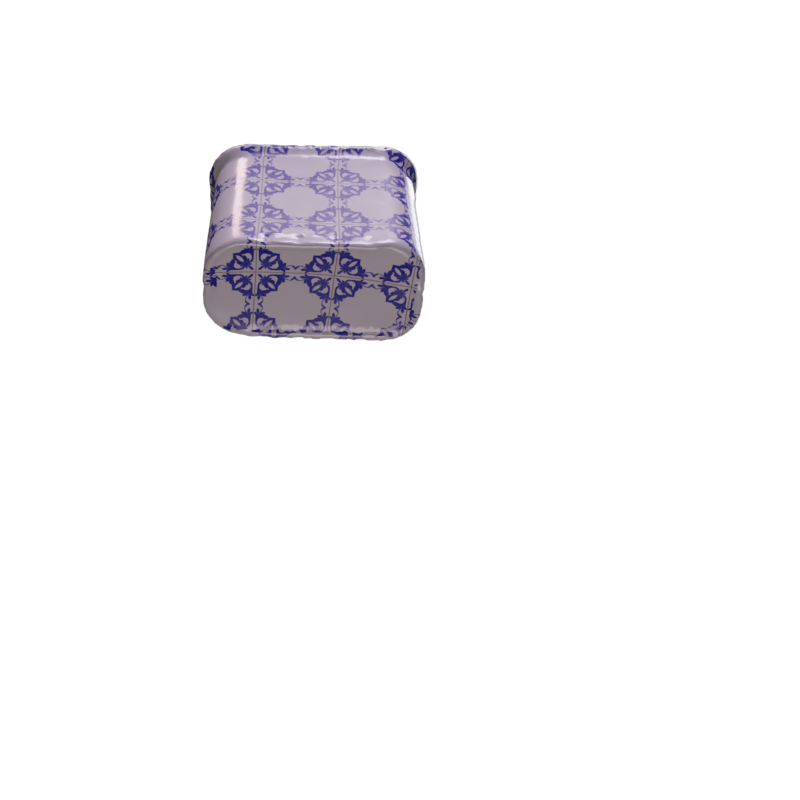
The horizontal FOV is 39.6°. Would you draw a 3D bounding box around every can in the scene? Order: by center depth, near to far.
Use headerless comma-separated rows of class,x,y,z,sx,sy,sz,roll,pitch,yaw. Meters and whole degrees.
can,-0.040,-0.073,0.514,0.102,0.054,0.090,1,38,-2
